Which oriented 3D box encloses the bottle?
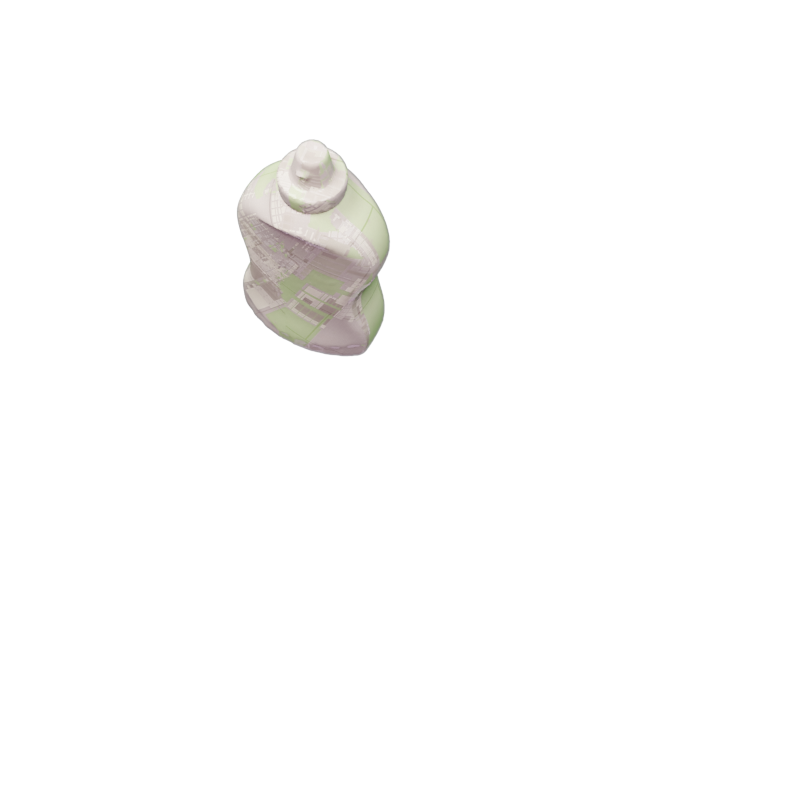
[{"bbox_3d":[-0.054,-0.098,0.691,0.099,0.060,0.181,28,-25,10],"label":"bottle"}]
